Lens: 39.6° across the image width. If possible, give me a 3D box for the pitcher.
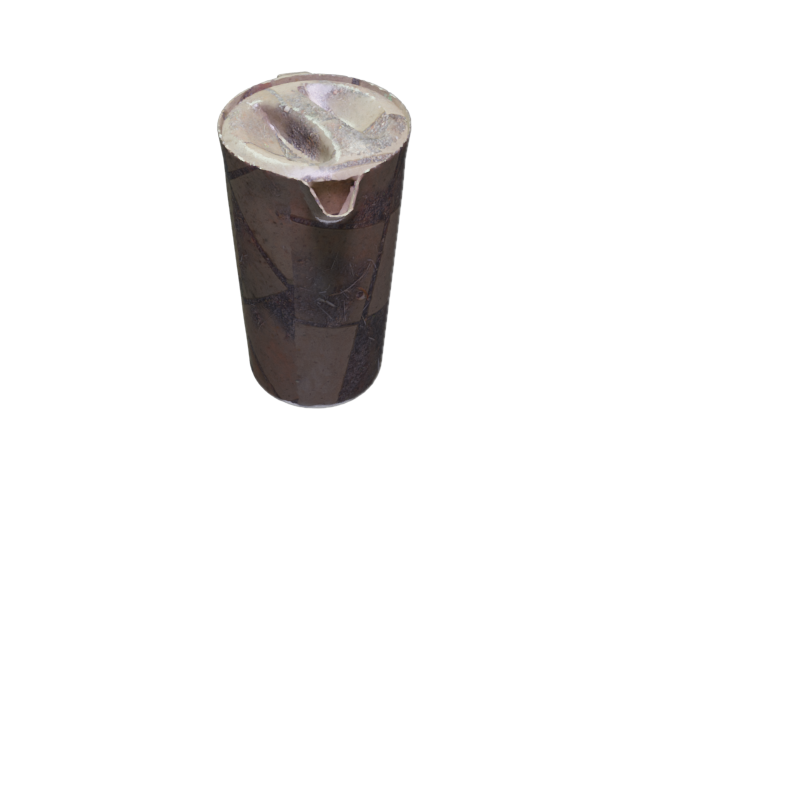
[{"bbox_3d":[-0.066,-0.120,0.839,0.152,0.226,0.153,23,46,21],"label":"pitcher"}]
